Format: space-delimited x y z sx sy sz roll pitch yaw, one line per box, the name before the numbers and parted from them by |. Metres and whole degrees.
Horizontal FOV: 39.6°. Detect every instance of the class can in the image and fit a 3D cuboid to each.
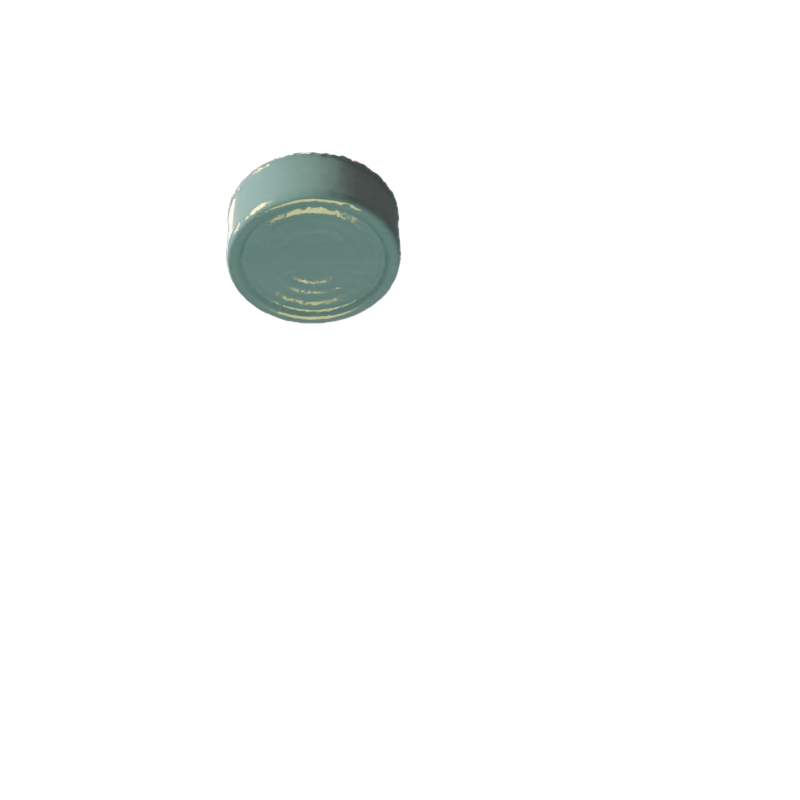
can | -0.042 -0.077 0.542 0.086 0.036 0.080 1 -44 -1
